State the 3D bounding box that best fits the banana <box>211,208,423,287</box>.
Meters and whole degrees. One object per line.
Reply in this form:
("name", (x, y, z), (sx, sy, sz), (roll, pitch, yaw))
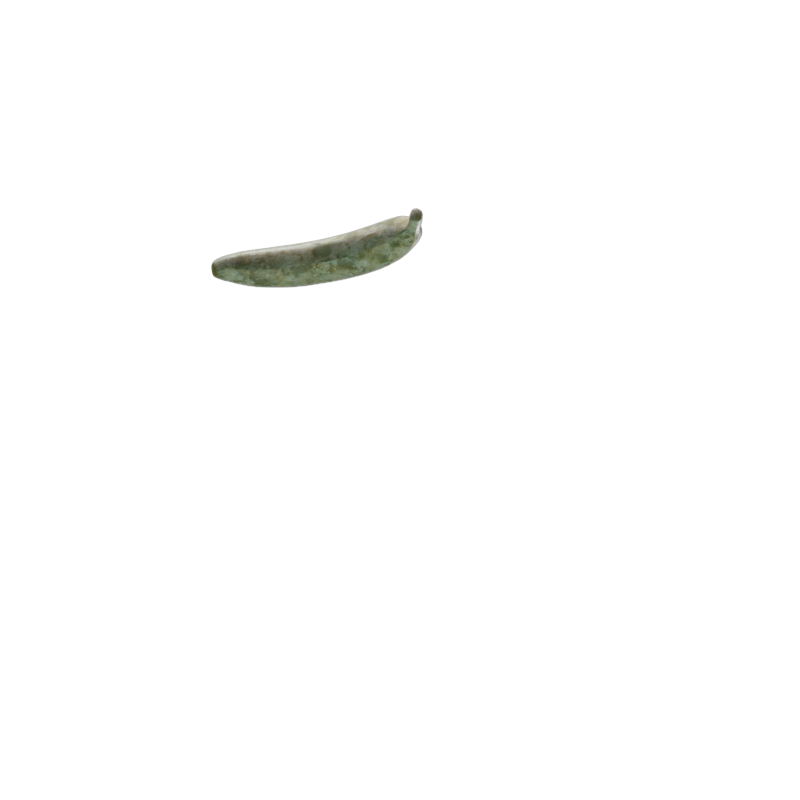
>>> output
("banana", (-0.061, -0.125, 0.931), (0.201, 0.039, 0.064), (-13, -29, 24))
